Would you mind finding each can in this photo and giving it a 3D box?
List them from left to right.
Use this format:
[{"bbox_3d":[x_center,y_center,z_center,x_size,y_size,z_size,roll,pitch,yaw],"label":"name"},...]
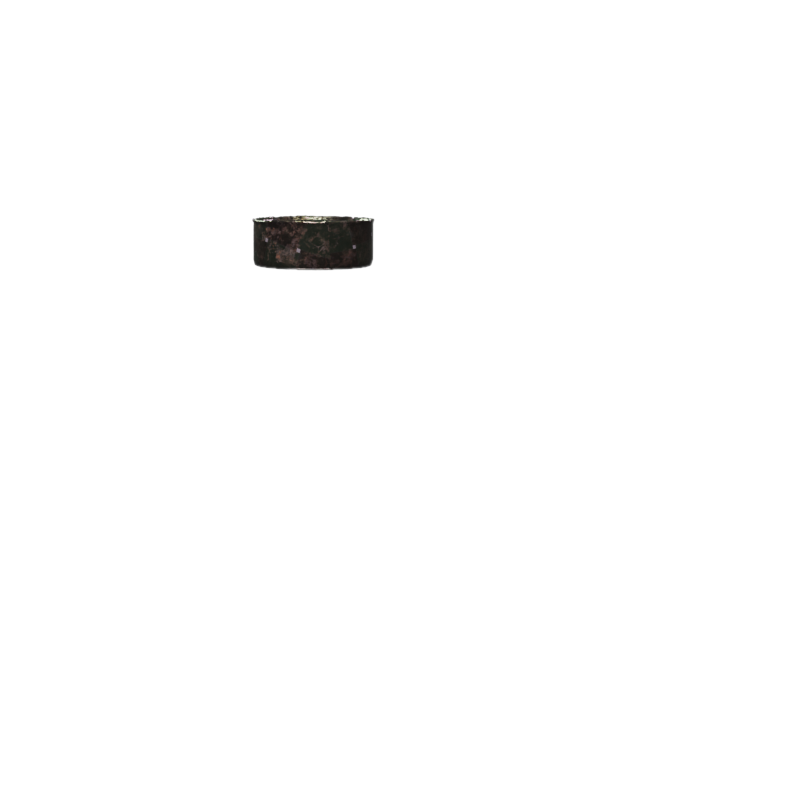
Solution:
[{"bbox_3d":[-0.061,-0.112,0.782,0.086,0.033,0.088,0,11,-2],"label":"can"}]
